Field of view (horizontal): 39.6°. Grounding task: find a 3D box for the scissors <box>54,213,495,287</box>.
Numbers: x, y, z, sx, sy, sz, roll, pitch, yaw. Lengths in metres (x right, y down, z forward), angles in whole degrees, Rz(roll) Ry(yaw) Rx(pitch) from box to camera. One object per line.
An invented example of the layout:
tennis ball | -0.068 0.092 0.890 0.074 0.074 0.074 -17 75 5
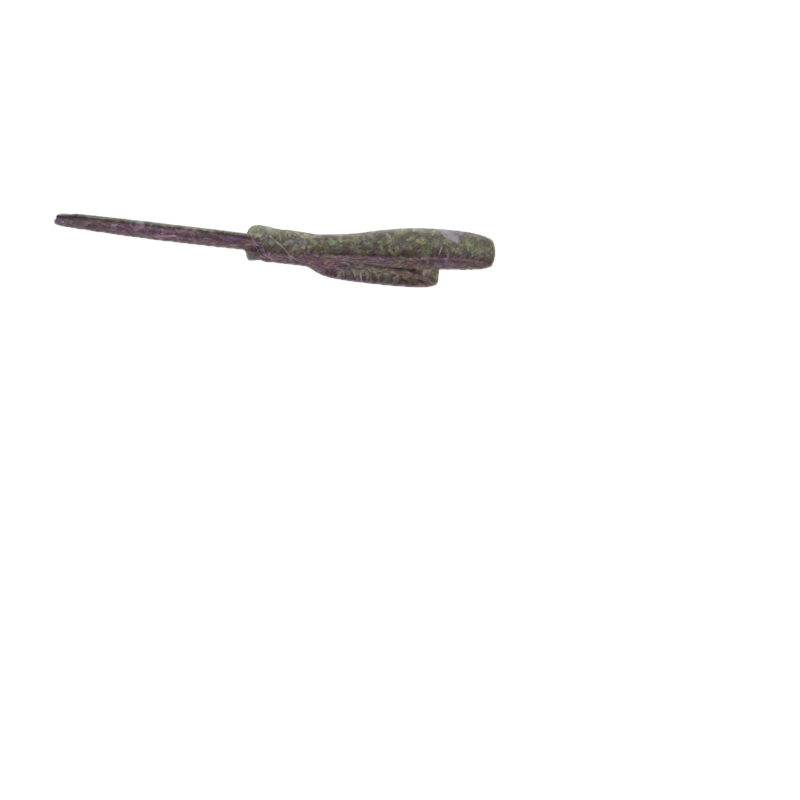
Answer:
scissors | -0.037 -0.068 0.478 0.099 0.016 0.192 -3 -4 40
